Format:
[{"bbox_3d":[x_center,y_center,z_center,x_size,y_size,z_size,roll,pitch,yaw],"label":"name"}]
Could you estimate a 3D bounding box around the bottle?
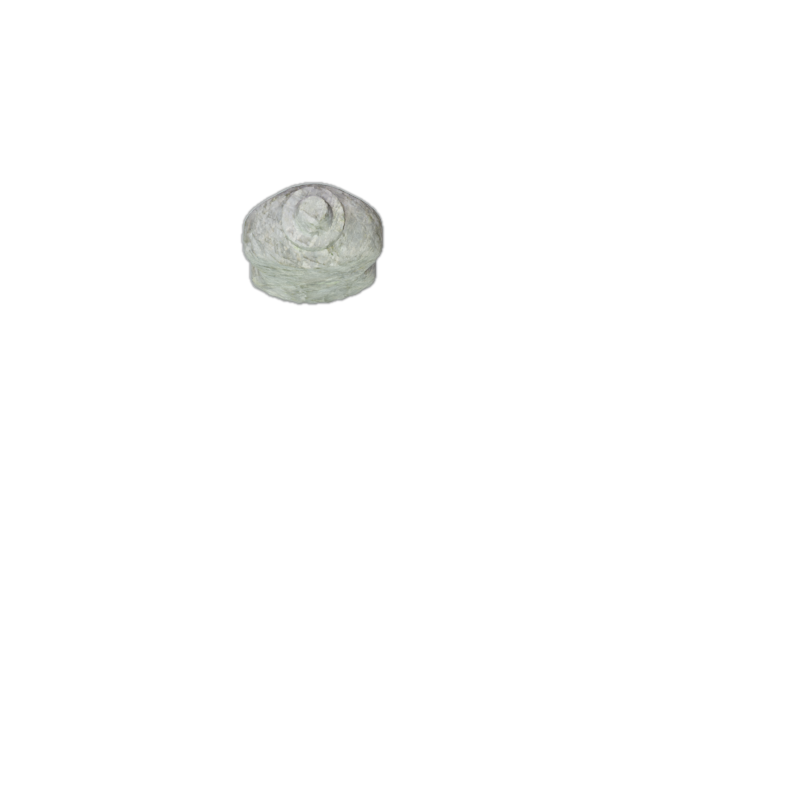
[{"bbox_3d":[-0.060,-0.110,0.773,0.096,0.060,0.188,1,-6,-3],"label":"bottle"}]
